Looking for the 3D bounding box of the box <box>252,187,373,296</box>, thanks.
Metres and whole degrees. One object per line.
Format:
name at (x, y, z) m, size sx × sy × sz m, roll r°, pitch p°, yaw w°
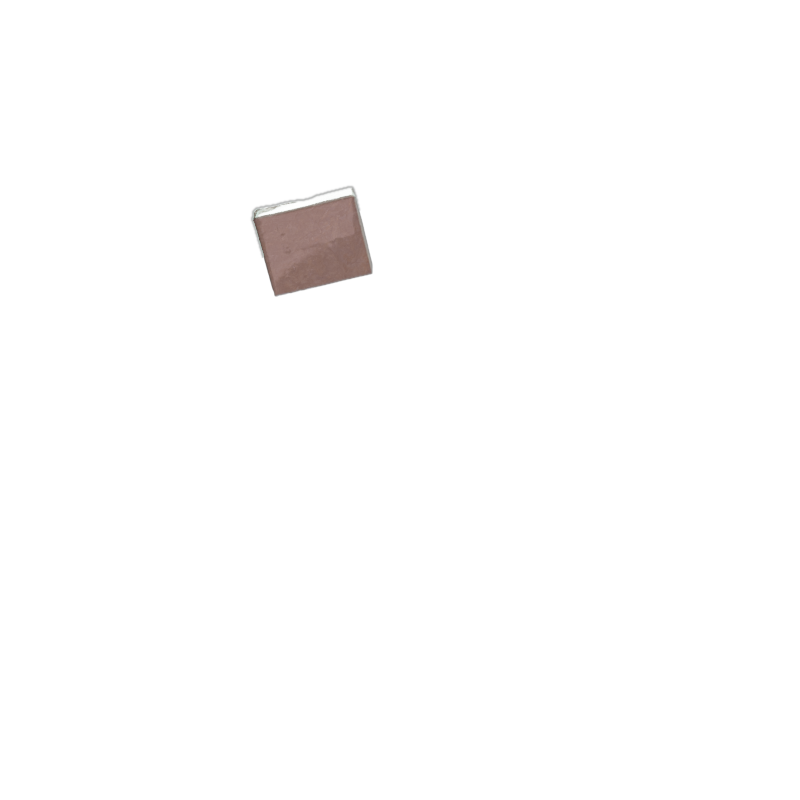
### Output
box at (-0.074, -0.135, 0.945) m, size 0.089 × 0.070 × 0.032 m, roll -13°, pitch 21°, yaw 4°
